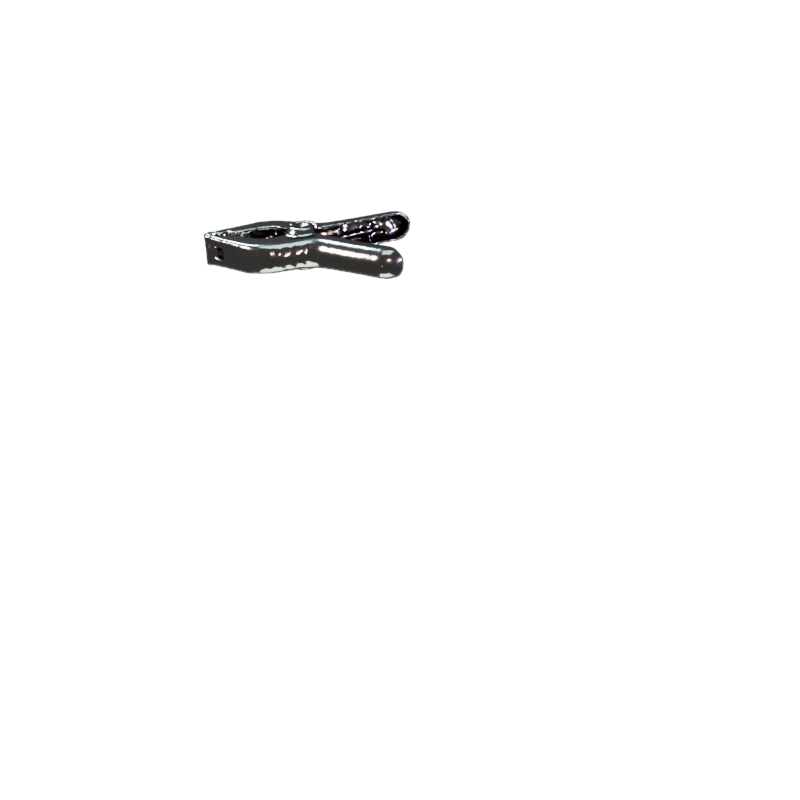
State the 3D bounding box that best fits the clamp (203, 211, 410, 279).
[{"bbox_3d":[-0.071,-0.130,0.909,0.175,0.038,0.122,5,20,14],"label":"clamp"}]
